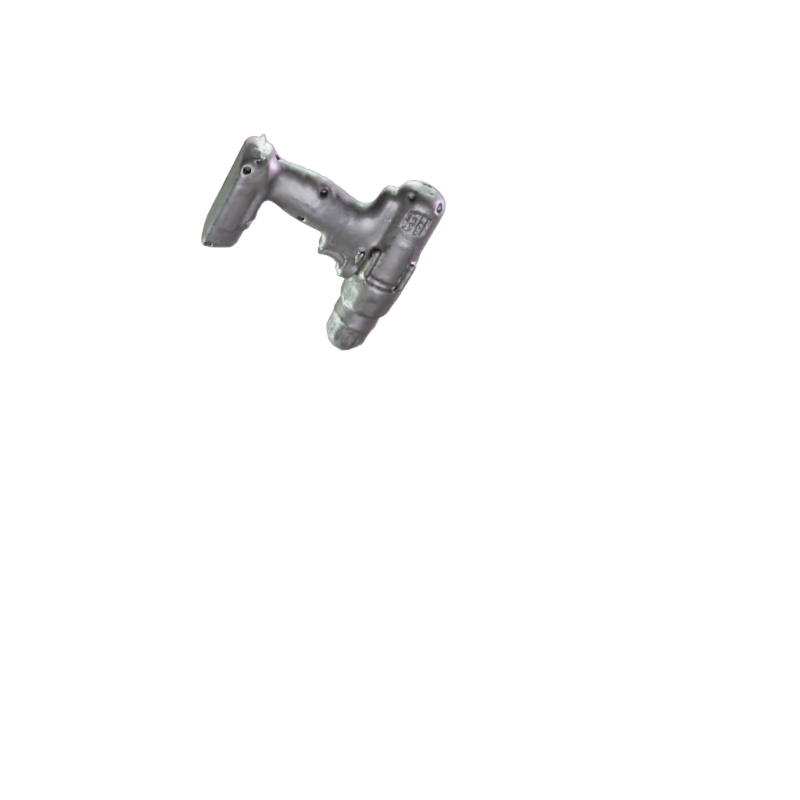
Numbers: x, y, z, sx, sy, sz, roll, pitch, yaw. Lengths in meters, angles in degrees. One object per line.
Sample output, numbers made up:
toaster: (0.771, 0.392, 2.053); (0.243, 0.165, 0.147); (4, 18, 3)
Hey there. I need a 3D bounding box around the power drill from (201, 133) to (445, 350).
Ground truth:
power drill: (-0.077, -0.141, 0.984); (0.182, 0.178, 0.061); (22, 30, -14)
